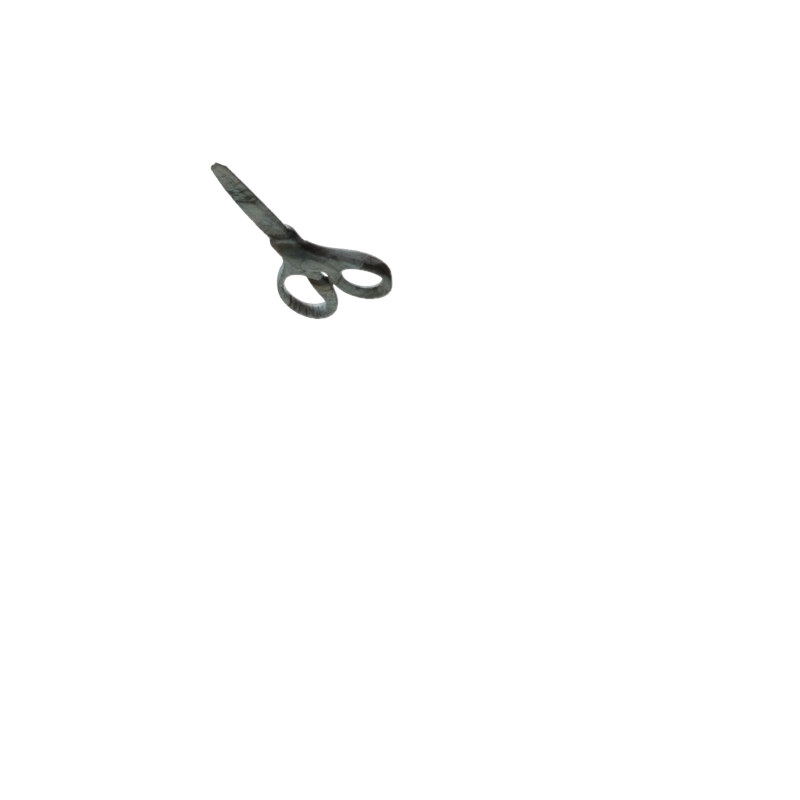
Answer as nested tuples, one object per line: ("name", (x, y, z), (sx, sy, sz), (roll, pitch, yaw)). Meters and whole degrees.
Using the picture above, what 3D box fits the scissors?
("scissors", (-0.061, -0.112, 0.781), (0.097, 0.017, 0.188), (-4, -27, 7))
